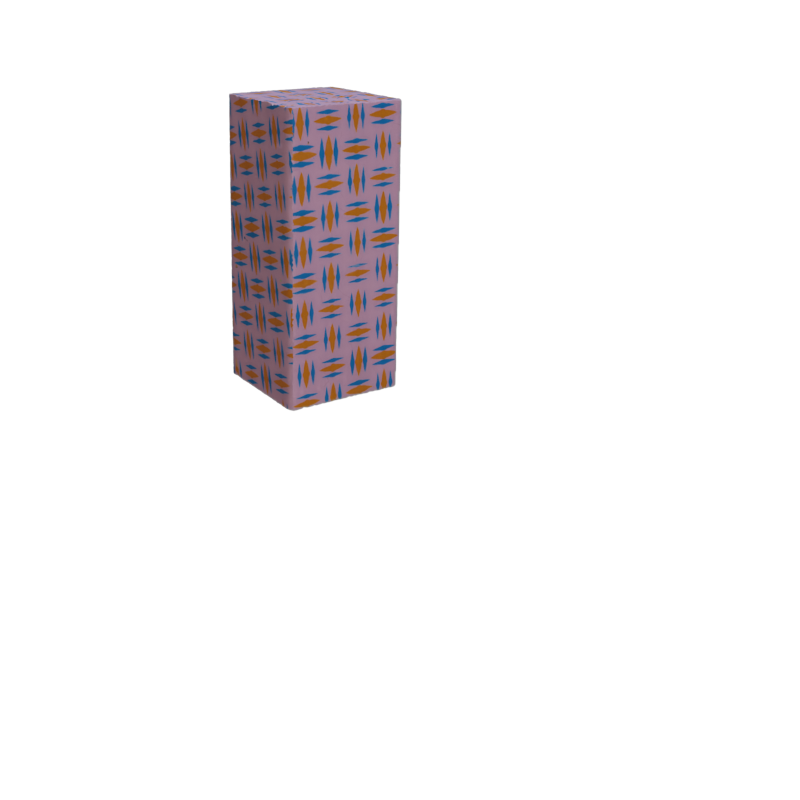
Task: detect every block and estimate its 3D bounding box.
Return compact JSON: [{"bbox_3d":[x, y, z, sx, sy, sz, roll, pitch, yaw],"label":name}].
[{"bbox_3d":[-0.061,-0.112,0.783,0.088,0.199,0.096,-10,20,-33],"label":"block"}]
